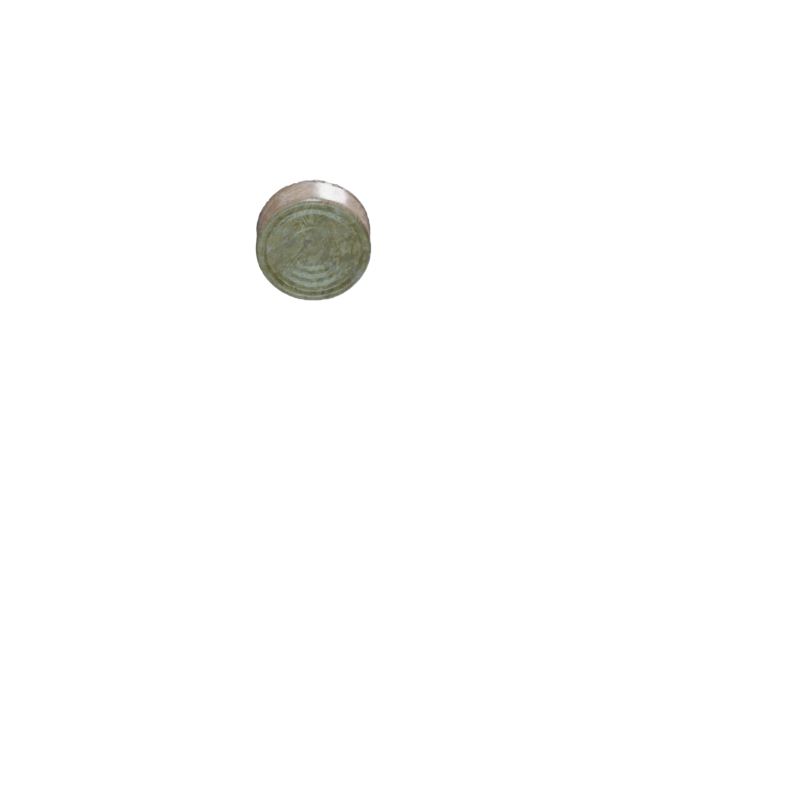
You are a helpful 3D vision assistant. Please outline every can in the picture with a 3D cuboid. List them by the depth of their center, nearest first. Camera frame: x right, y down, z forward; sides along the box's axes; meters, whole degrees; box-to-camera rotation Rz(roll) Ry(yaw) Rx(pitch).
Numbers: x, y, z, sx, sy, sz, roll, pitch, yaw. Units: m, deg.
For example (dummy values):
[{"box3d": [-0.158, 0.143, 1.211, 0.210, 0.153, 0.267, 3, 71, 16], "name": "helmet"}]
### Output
[{"box3d": [-0.064, -0.117, 0.818, 0.086, 0.081, 0.036, 1, 30, -1], "name": "can"}]
